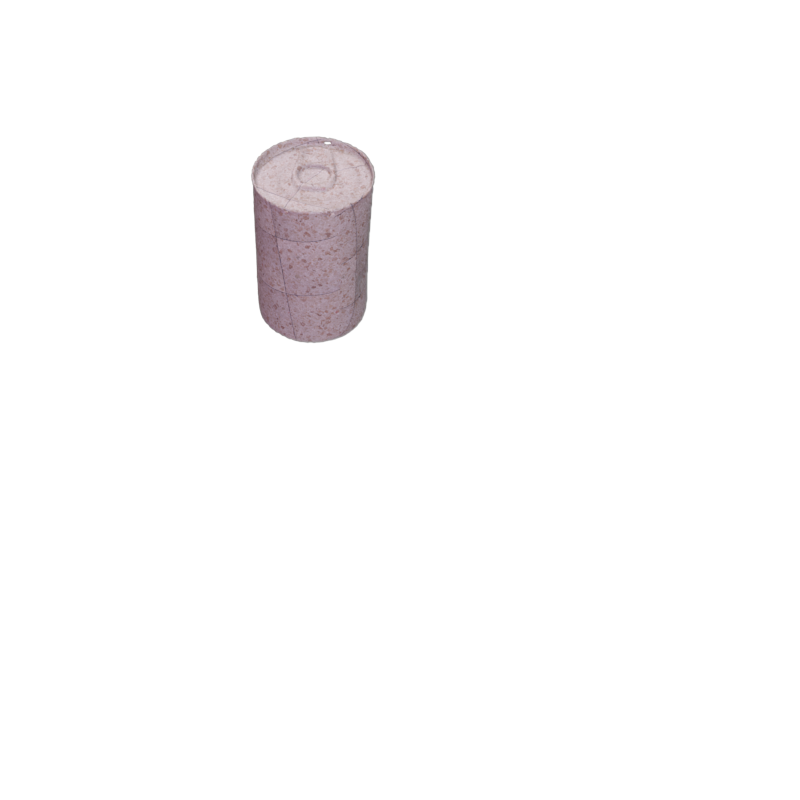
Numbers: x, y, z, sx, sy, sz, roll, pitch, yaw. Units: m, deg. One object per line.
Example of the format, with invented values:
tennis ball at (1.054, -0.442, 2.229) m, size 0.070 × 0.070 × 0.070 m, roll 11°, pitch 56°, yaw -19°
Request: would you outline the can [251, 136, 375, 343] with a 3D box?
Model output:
can at (-0.050, -0.091, 0.639) m, size 0.068 × 0.074 × 0.095 m, roll 0°, pitch -44°, yaw -3°
